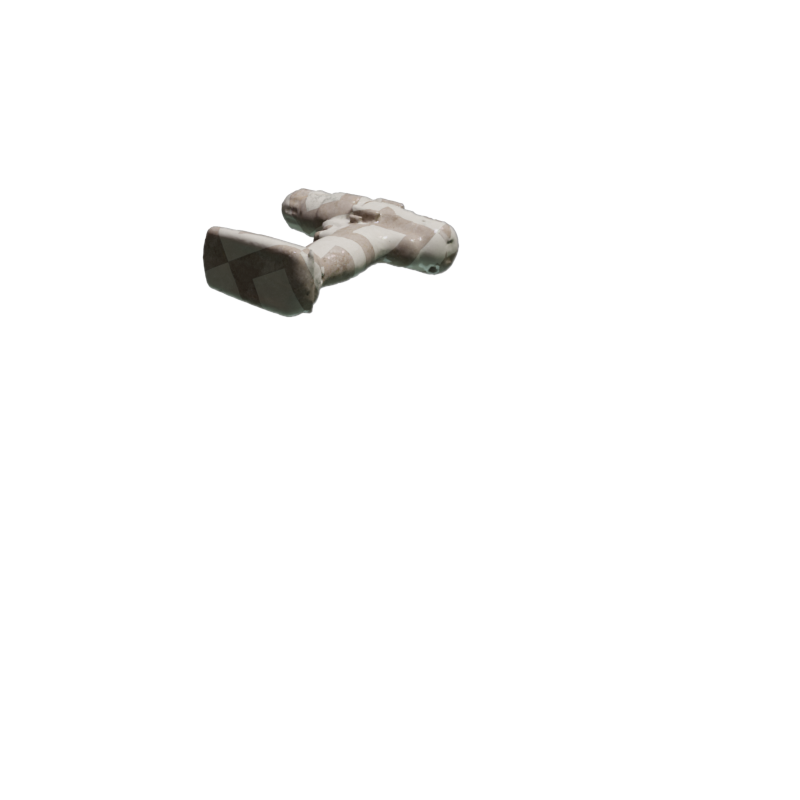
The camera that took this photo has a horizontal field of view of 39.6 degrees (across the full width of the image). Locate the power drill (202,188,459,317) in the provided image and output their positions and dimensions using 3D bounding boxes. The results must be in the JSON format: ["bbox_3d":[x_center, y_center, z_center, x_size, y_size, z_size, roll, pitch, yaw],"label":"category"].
[{"bbox_3d":[-0.072,-0.132,0.923,0.195,0.055,0.186,19,30,35],"label":"power drill"}]
